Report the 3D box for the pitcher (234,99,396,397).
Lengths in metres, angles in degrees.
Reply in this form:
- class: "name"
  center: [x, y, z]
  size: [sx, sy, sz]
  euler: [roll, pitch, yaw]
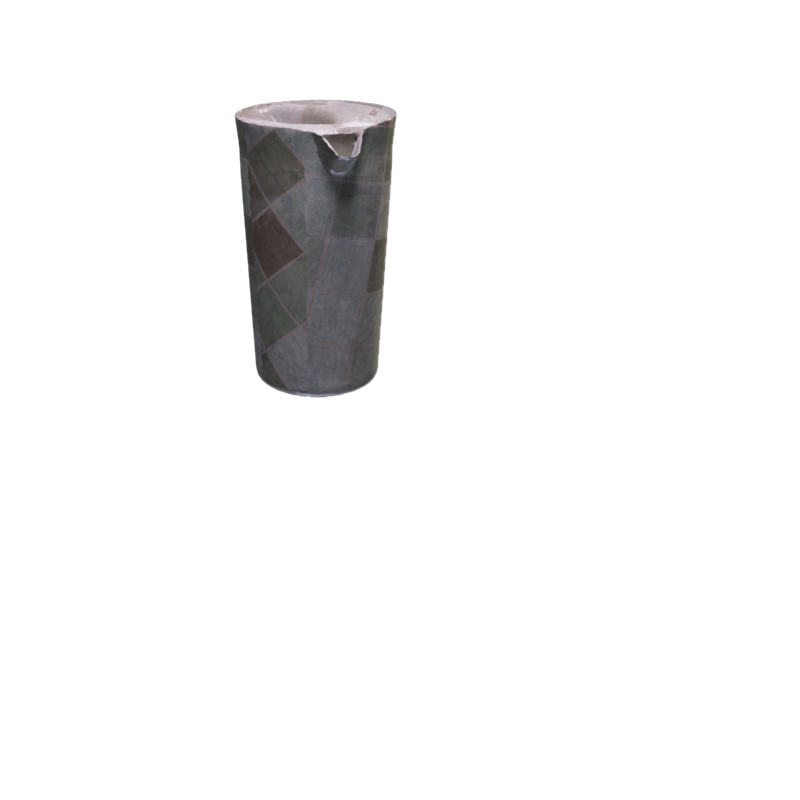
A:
- class: "pitcher"
  center: [-0.075, -0.136, 0.955]
  size: [0.150, 0.233, 0.150]
  euler: [10, 21, 22]
